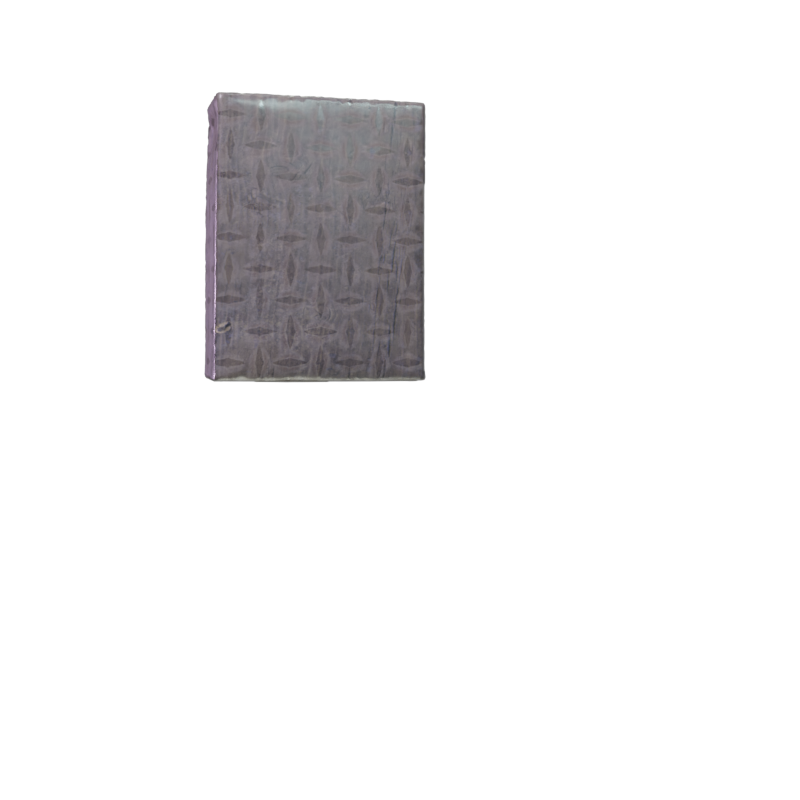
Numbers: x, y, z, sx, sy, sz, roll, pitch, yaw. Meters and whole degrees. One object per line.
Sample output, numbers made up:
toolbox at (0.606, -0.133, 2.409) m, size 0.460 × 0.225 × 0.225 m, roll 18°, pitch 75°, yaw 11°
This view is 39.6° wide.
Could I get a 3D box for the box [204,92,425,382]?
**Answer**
box at (-0.067, -0.122, 0.854) m, size 0.161 × 0.216 × 0.072 m, roll 0°, pitch -4°, yaw -15°
